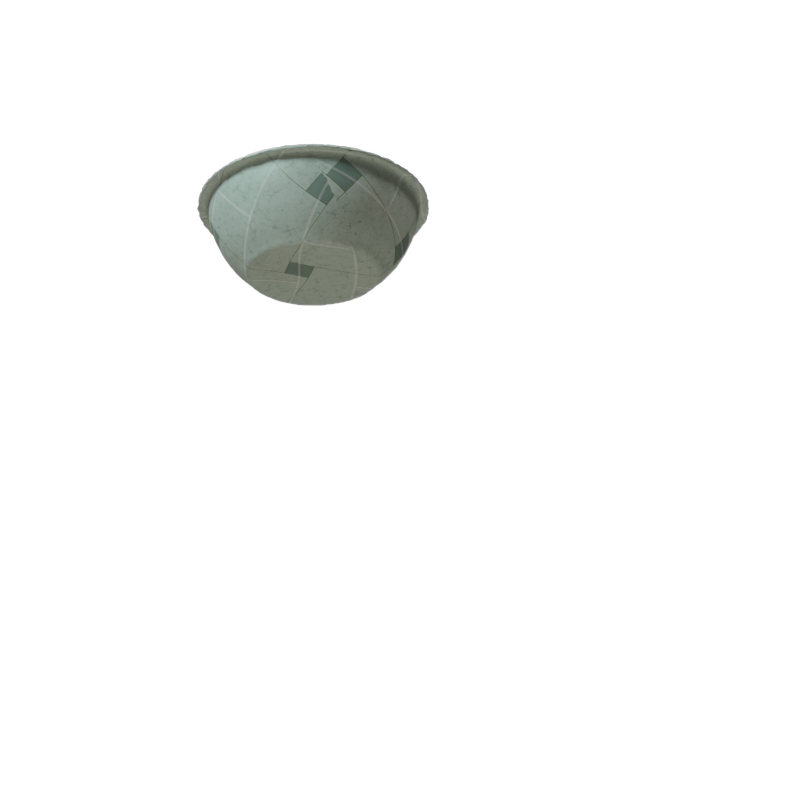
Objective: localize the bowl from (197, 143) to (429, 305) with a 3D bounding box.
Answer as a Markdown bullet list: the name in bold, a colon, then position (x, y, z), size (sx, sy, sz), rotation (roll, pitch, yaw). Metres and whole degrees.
- **bowl**: position (-0.060, -0.109, 0.765), size (0.162, 0.058, 0.153), rotation (1, -24, -2)
